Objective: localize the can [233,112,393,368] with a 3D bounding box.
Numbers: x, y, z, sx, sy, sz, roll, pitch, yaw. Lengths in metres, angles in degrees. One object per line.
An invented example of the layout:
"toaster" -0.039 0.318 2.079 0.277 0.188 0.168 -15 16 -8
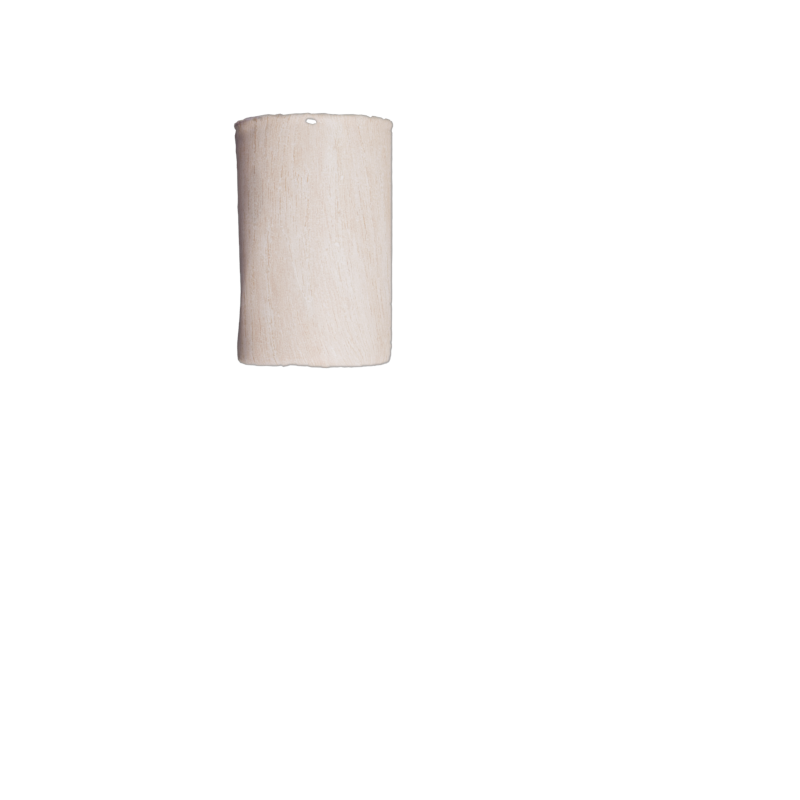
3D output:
"can" -0.037 -0.067 0.472 0.068 0.102 0.069 0 1 -2
